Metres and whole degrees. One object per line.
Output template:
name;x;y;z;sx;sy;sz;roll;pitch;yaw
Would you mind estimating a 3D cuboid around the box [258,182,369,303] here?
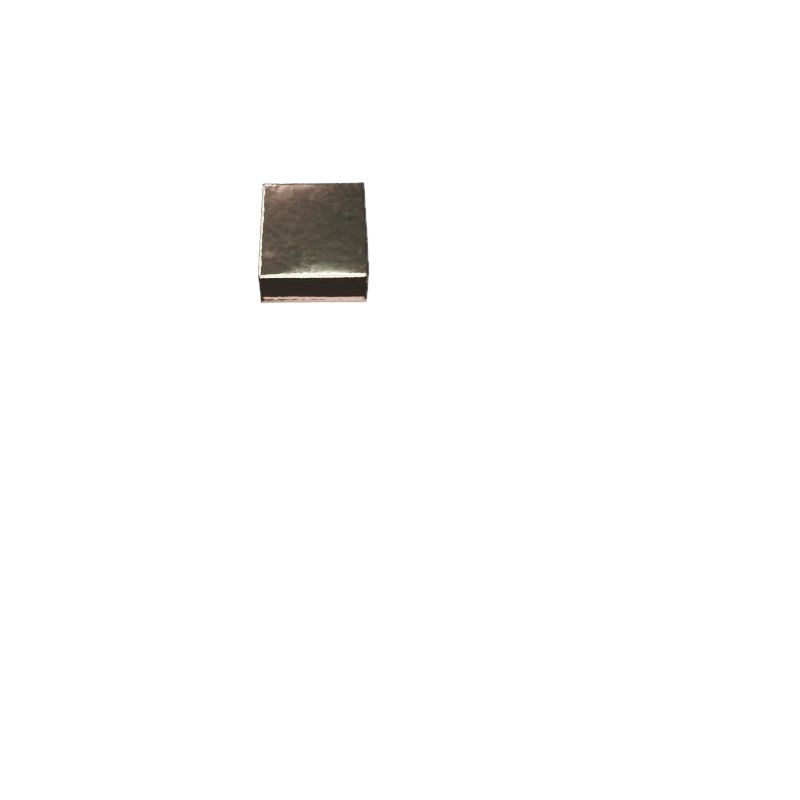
box;-0.073;-0.134;0.936;0.090;0.122;0.036;-1;-41;-2
